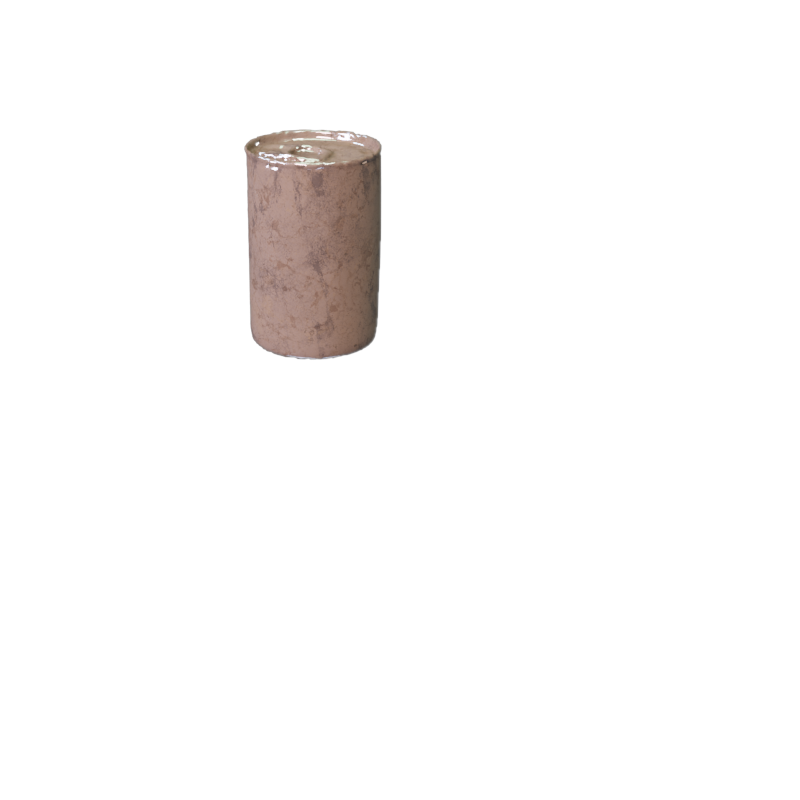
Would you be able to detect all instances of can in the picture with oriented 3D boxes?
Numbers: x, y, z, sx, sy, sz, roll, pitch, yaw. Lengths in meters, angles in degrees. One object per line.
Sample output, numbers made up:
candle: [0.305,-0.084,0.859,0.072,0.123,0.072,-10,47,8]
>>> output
can: [-0.044,-0.080,0.563,0.068,0.097,0.072,0,22,-2]
